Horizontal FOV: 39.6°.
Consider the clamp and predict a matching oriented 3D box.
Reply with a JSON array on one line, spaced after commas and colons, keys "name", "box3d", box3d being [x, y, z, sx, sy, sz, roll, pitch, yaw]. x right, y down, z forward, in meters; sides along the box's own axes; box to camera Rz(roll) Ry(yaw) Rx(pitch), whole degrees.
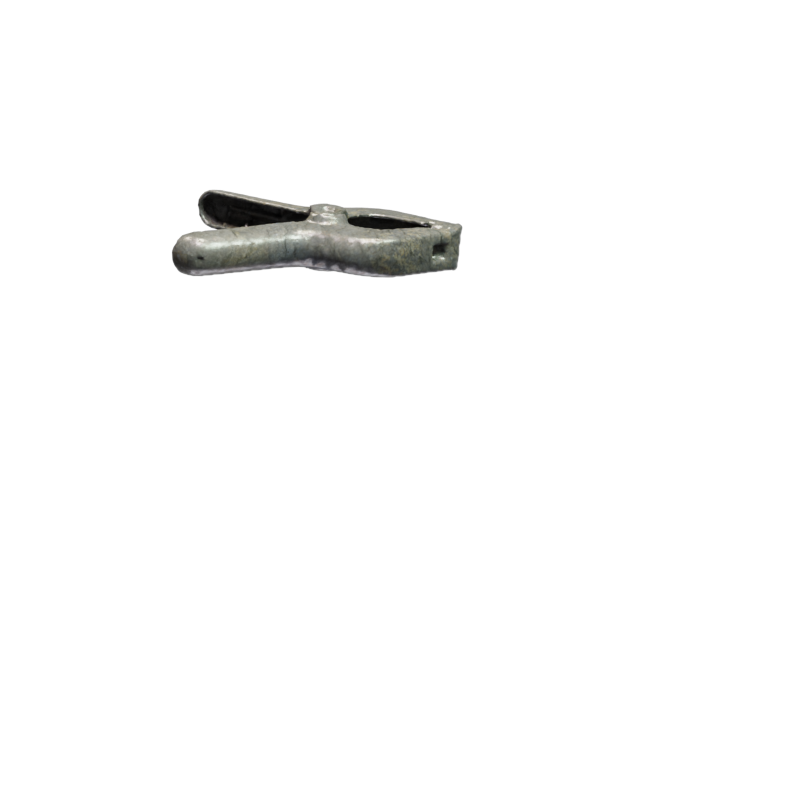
[{"name": "clamp", "box3d": [-0.051, -0.094, 0.657, 0.174, 0.037, 0.125, 5, 29, 8]}]
